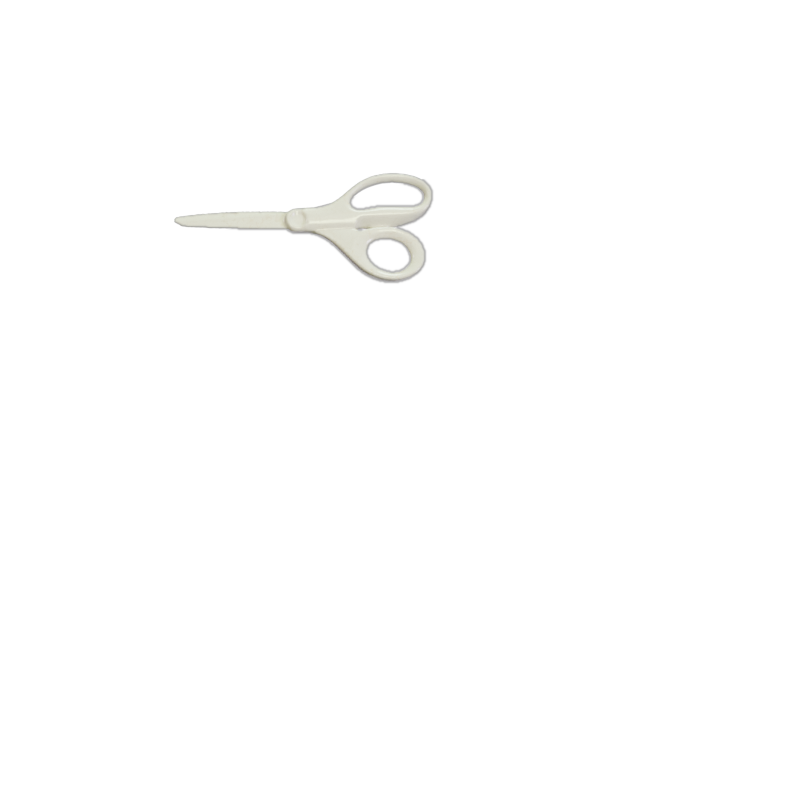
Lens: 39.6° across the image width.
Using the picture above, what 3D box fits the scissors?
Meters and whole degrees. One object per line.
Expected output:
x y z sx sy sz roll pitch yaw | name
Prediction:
-0.068 -0.124 0.866 0.201 0.100 0.015 -15 -16 -5 | scissors
